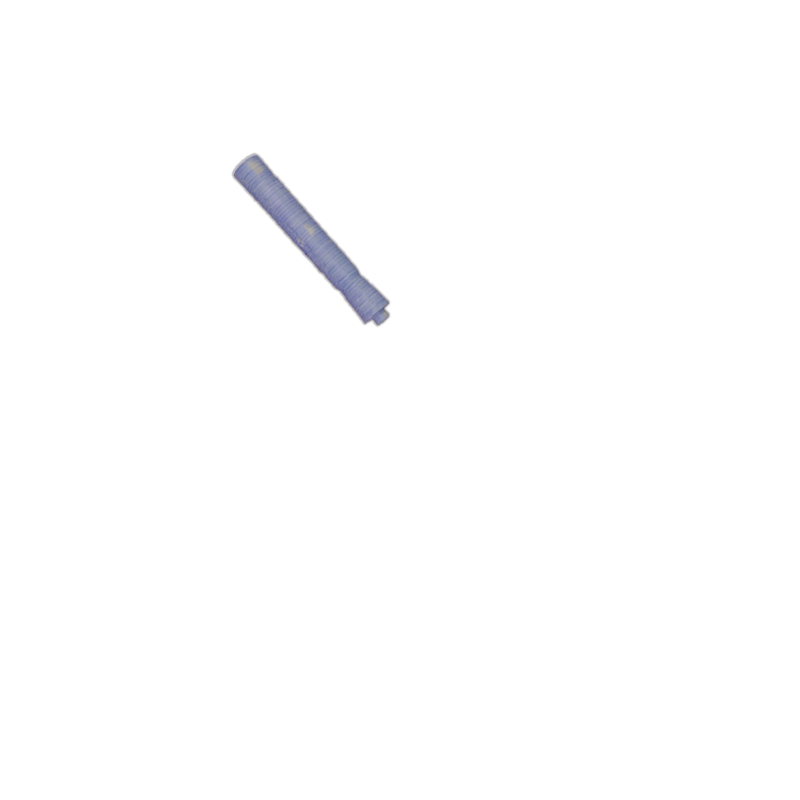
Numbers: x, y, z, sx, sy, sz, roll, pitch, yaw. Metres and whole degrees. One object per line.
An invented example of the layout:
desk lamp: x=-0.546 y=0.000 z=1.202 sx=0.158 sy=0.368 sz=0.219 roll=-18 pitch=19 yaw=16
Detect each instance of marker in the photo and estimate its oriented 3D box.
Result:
marker: x=-0.049 y=-0.090 z=0.631 sx=0.020 sy=0.124 sz=0.019 roll=-40 pitch=-9 yaw=-8
